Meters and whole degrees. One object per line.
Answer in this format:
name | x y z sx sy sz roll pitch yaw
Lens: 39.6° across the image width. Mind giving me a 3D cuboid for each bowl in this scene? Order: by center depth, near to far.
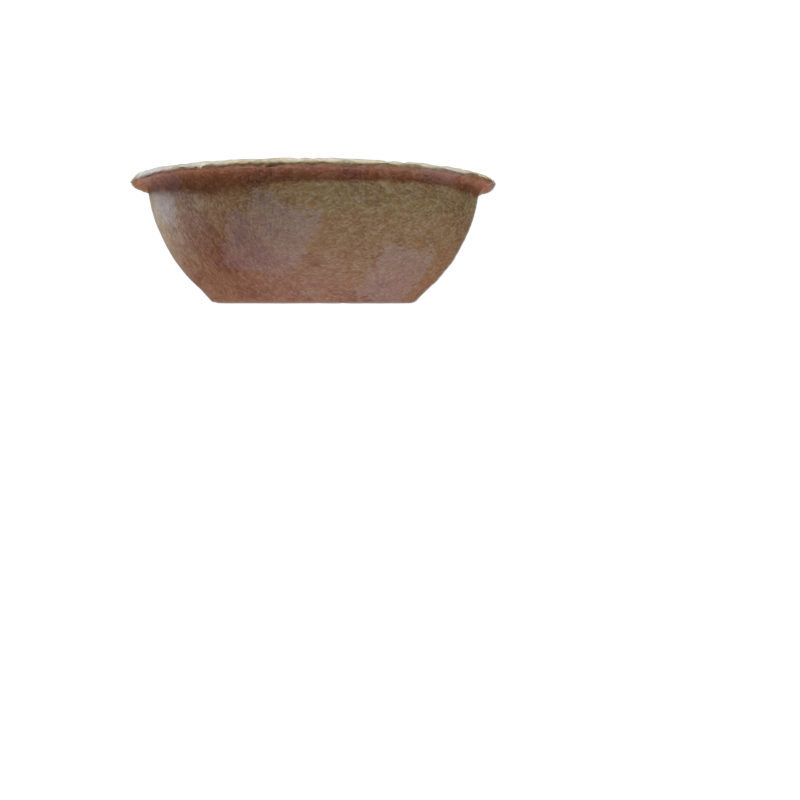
bowl | -0.039 -0.071 0.496 0.162 0.055 0.162 0 4 -2
